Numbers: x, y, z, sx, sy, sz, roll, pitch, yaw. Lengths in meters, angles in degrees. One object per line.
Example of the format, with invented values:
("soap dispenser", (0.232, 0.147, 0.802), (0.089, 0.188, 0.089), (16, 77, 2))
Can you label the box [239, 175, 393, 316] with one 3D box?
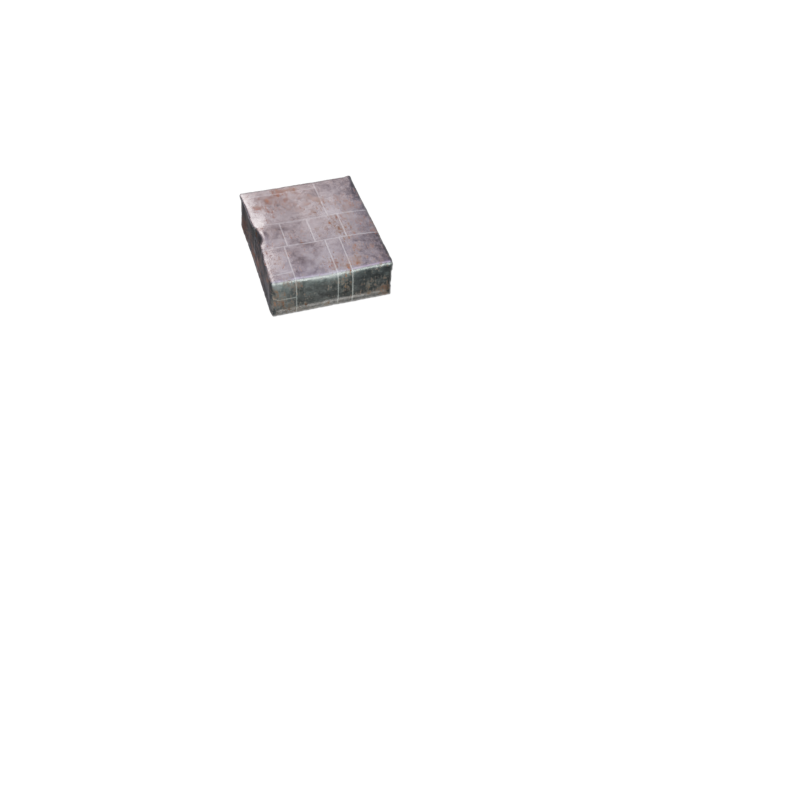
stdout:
("box", (-0.052, -0.096, 0.669), (0.072, 0.028, 0.097), (-12, 46, -12))
